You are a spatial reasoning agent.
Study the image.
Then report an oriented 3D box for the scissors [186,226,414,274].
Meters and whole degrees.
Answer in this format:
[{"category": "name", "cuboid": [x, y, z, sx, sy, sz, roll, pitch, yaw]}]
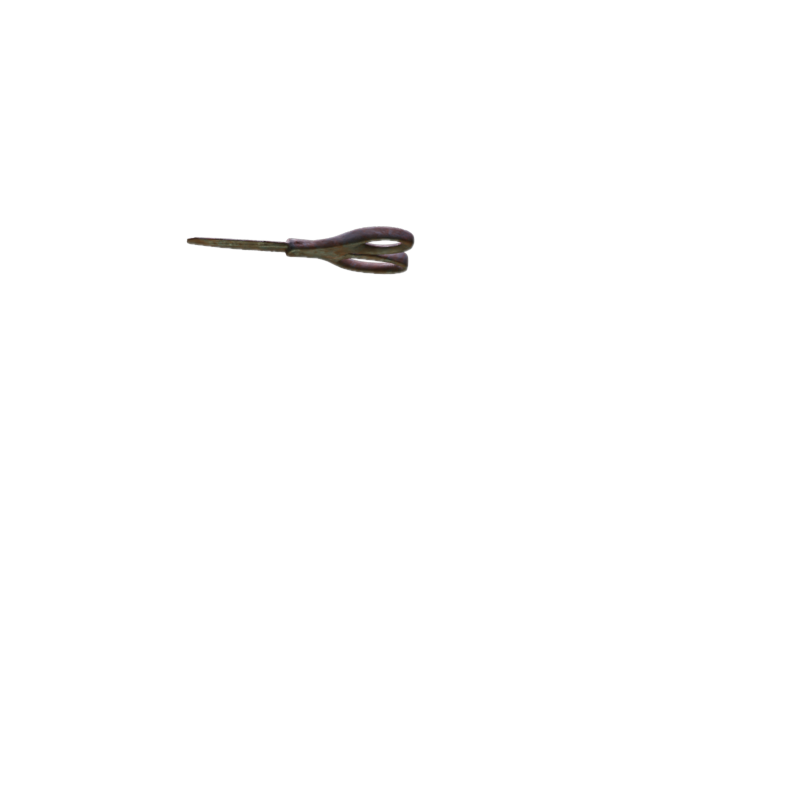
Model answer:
[{"category": "scissors", "cuboid": [-0.076, -0.138, 0.968, 0.194, 0.016, 0.095, 7, -17, -25]}]
